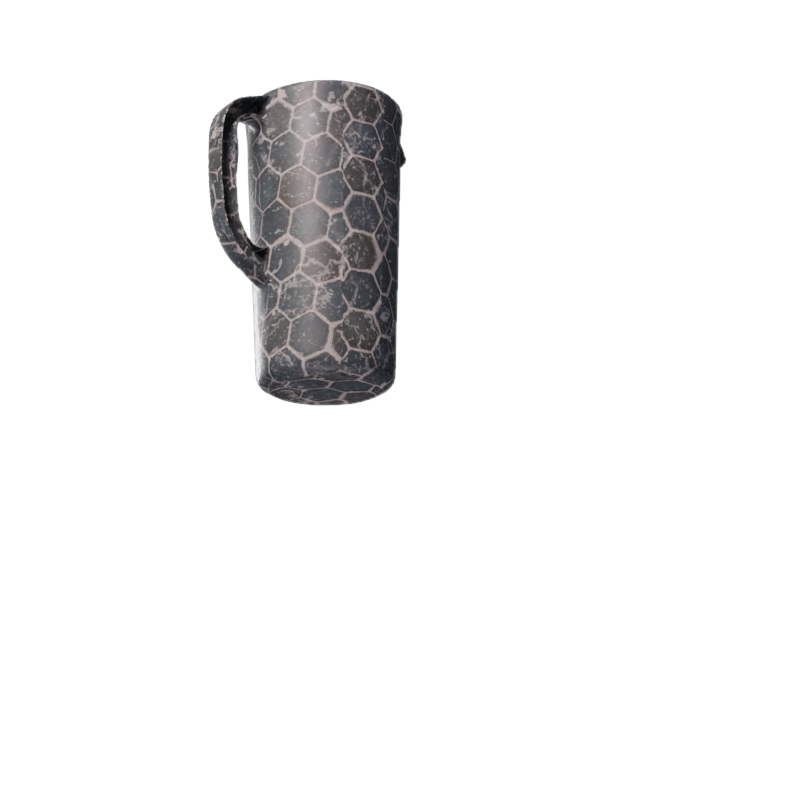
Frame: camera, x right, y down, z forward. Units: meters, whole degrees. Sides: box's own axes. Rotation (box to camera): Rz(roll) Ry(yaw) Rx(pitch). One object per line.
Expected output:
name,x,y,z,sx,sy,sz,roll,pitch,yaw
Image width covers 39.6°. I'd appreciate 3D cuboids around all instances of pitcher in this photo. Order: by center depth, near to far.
pitcher,-0.070,-0.127,0.889,0.150,0.255,0.137,-3,-21,6
